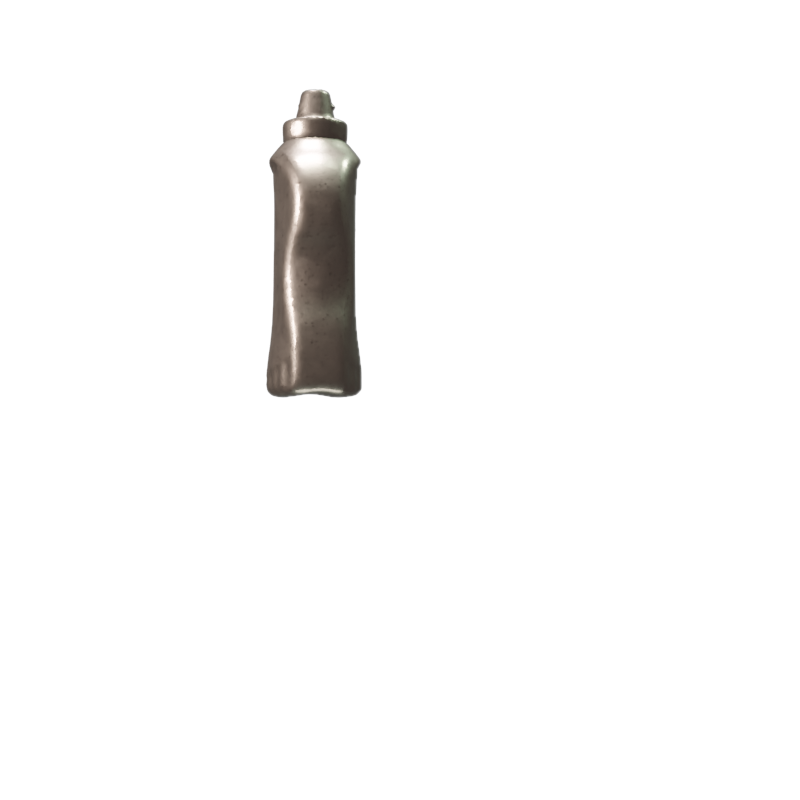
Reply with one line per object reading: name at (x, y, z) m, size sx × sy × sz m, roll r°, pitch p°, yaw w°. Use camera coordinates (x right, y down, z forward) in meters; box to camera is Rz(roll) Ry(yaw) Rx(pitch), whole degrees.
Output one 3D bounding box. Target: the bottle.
bottle at (-0.054, -0.099, 0.690) m, size 0.058 × 0.195 × 0.095 m, roll 0°, pitch -7°, yaw -6°
